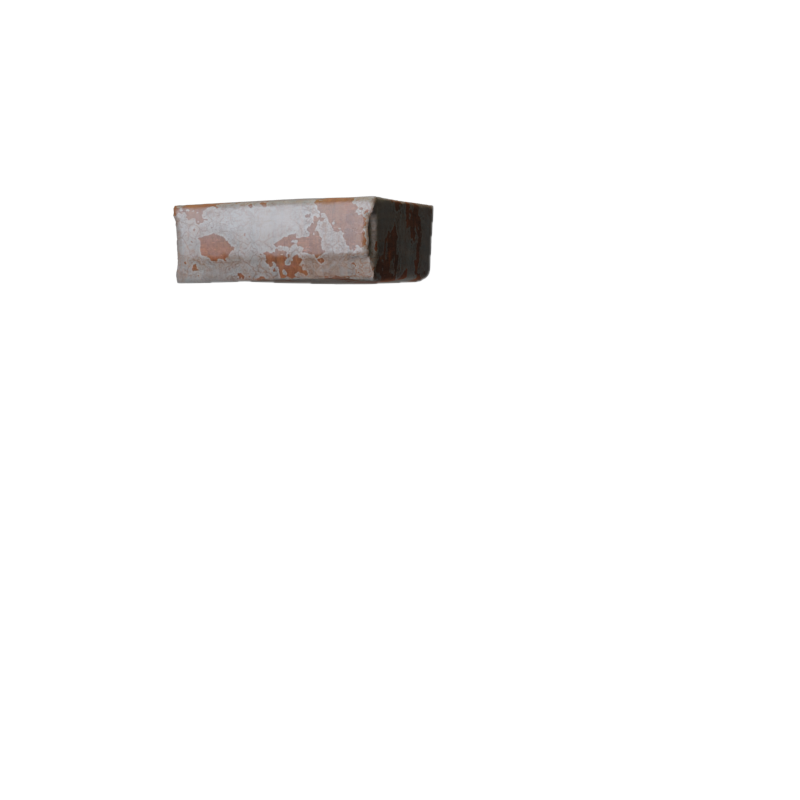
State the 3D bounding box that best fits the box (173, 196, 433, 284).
[{"bbox_3d":[-0.039,-0.072,0.506,0.092,0.039,0.111,1,5,16],"label":"box"}]
